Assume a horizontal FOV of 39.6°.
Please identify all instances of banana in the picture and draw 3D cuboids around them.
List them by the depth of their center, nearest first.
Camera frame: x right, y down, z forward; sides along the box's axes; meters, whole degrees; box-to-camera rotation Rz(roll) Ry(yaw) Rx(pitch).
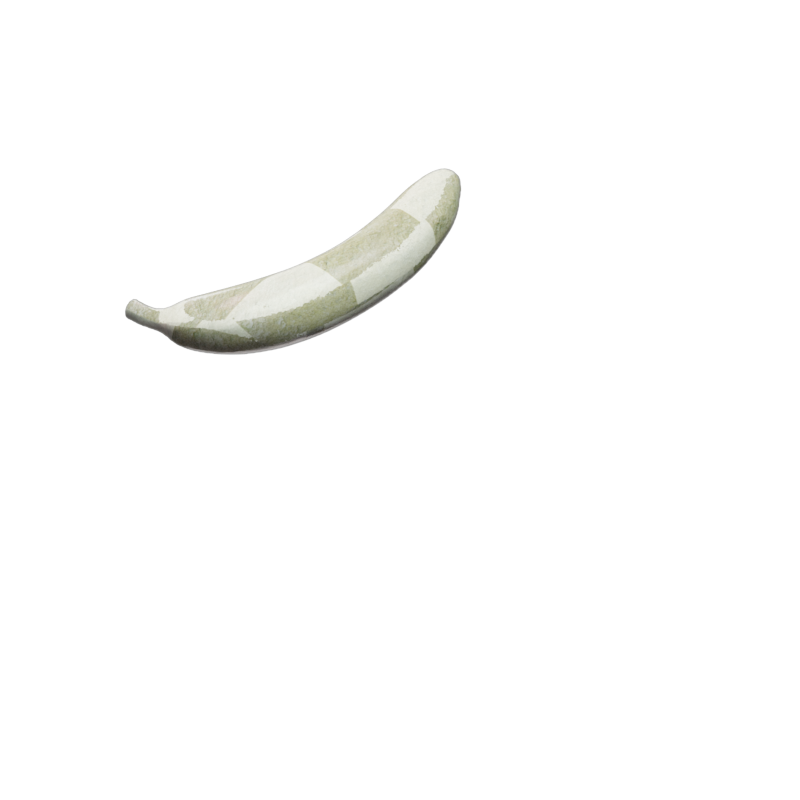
[{"bbox_3d":[-0.039,-0.068,0.569,0.197,0.075,0.034,-25,-34,-18],"label":"banana"}]
